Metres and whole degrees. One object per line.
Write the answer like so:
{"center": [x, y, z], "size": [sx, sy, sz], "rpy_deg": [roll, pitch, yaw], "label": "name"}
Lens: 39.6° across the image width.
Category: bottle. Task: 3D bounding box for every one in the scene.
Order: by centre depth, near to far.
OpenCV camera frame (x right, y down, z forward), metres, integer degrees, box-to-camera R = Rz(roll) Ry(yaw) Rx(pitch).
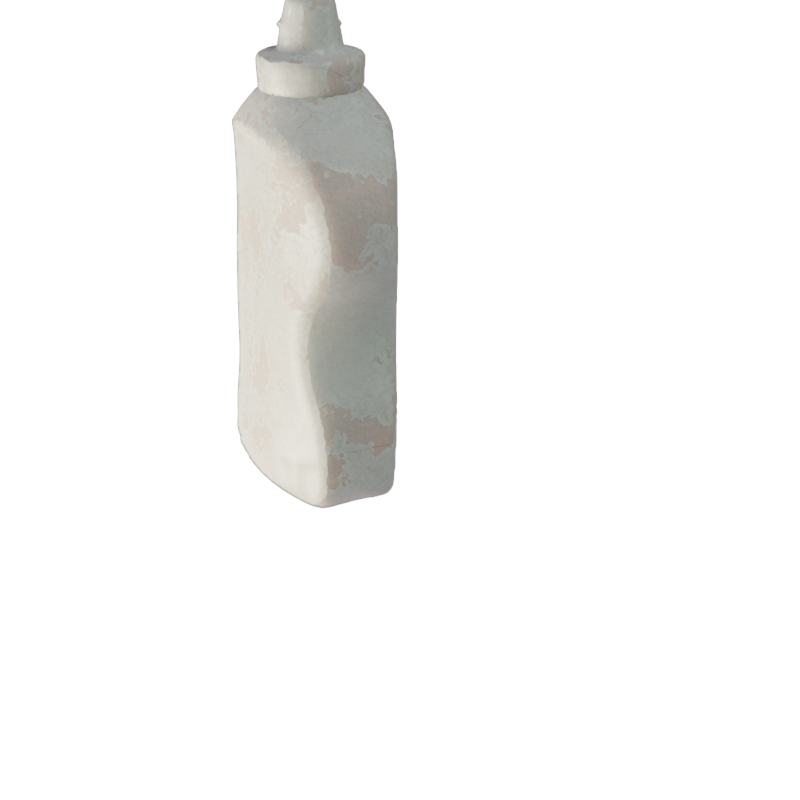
{"center": [-0.035, -0.062, 0.438], "size": [0.057, 0.183, 0.103], "rpy_deg": [-8, 24, -22], "label": "bottle"}
